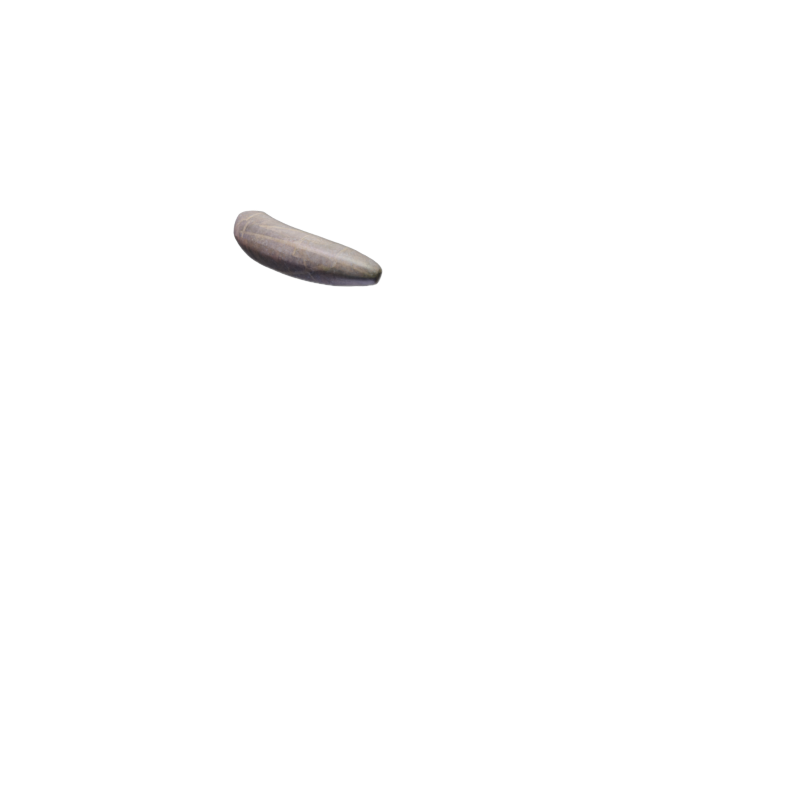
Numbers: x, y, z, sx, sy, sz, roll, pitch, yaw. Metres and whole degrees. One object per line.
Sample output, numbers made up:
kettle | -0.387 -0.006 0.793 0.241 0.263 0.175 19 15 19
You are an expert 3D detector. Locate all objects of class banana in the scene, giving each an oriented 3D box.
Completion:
banana | -0.089 -0.127 0.896 0.068 0.035 0.211 -10 24 -26
